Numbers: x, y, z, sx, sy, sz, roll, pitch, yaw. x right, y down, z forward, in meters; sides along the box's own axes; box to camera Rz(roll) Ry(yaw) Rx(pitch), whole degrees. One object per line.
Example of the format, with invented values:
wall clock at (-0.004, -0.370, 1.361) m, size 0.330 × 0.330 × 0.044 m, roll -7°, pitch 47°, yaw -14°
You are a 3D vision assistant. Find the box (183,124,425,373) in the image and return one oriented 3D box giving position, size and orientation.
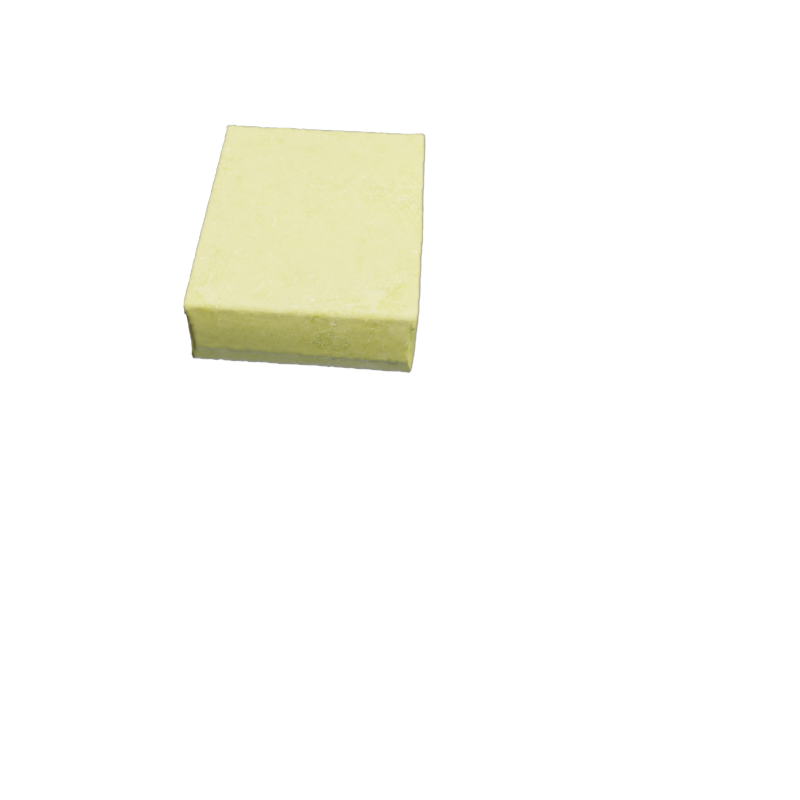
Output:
box at (-0.036, -0.066, 0.465) m, size 0.090 × 0.121 × 0.036 m, roll 3°, pitch -43°, yaw 2°
